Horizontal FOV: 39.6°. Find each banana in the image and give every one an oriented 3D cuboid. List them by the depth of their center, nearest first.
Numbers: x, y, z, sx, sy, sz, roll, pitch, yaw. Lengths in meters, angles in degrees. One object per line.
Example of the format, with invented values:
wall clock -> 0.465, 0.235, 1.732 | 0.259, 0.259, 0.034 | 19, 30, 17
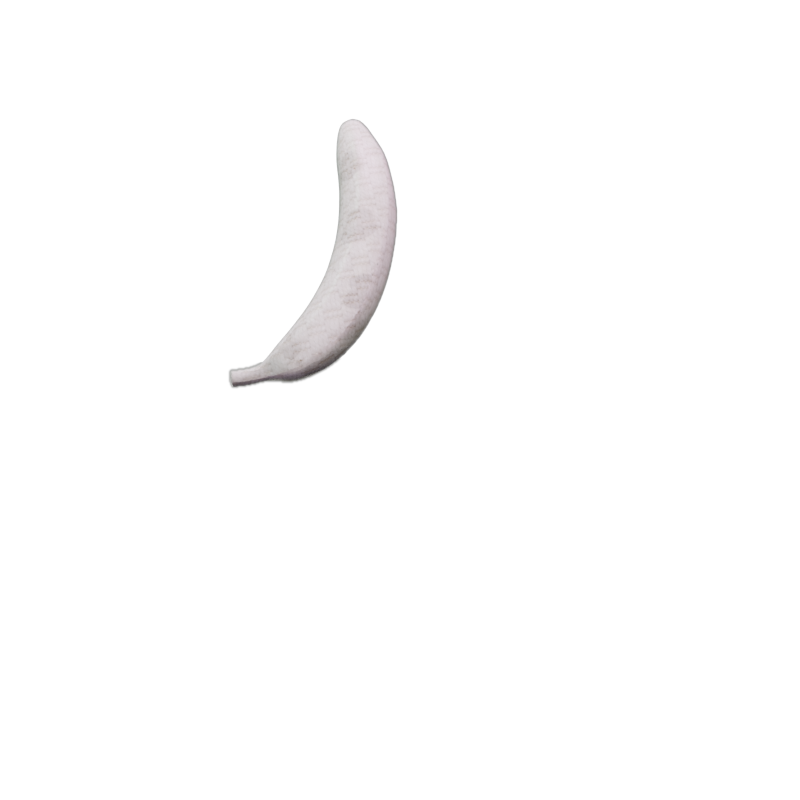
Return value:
banana -> -0.039, -0.090, 0.695 | 0.071, 0.205, 0.035 | 19, -22, 7
